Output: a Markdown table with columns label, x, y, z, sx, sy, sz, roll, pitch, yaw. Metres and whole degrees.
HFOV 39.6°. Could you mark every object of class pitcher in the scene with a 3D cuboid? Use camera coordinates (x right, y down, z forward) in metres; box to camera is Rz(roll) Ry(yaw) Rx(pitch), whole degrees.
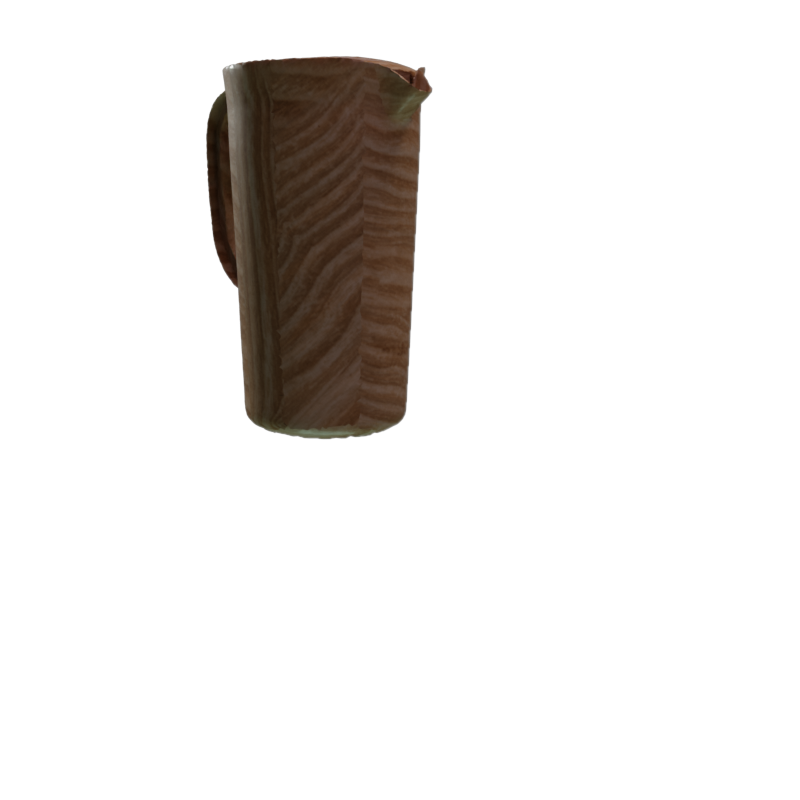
| label | x | y | z | sx | sy | sz | roll | pitch | yaw |
| --- | --- | --- | --- | --- | --- | --- | --- | --- | --- |
| pitcher | -0.058 | -0.106 | 0.741 | 0.144 | 0.241 | 0.152 | 0 | 6 | -6 |
